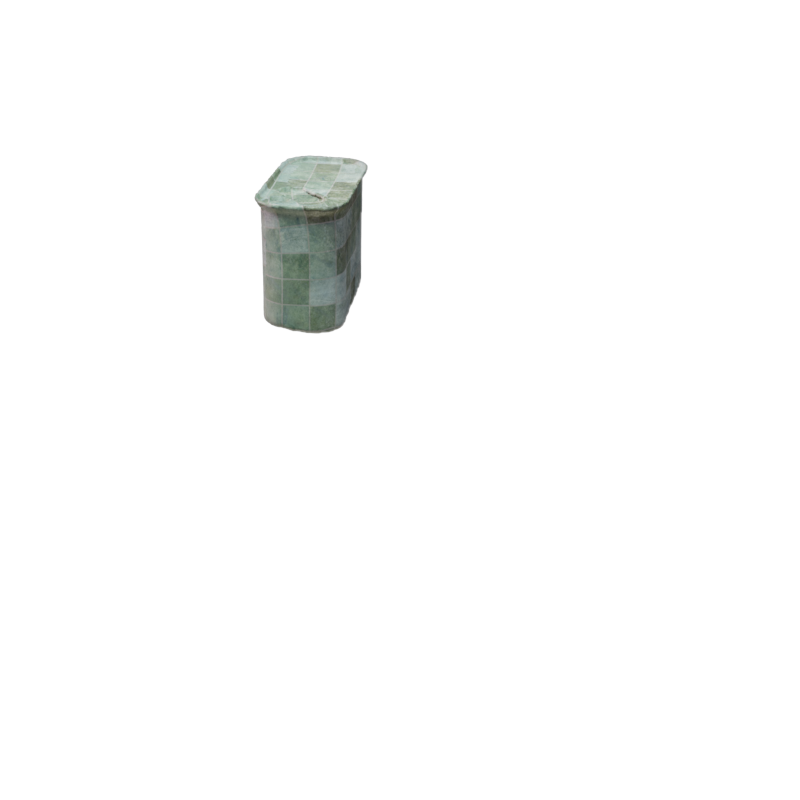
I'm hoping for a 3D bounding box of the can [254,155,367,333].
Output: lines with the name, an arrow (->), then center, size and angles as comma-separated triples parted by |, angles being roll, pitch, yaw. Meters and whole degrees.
can -> -0.055, -0.101, 0.706 | 0.058, 0.080, 0.106 | 5, 26, 7
